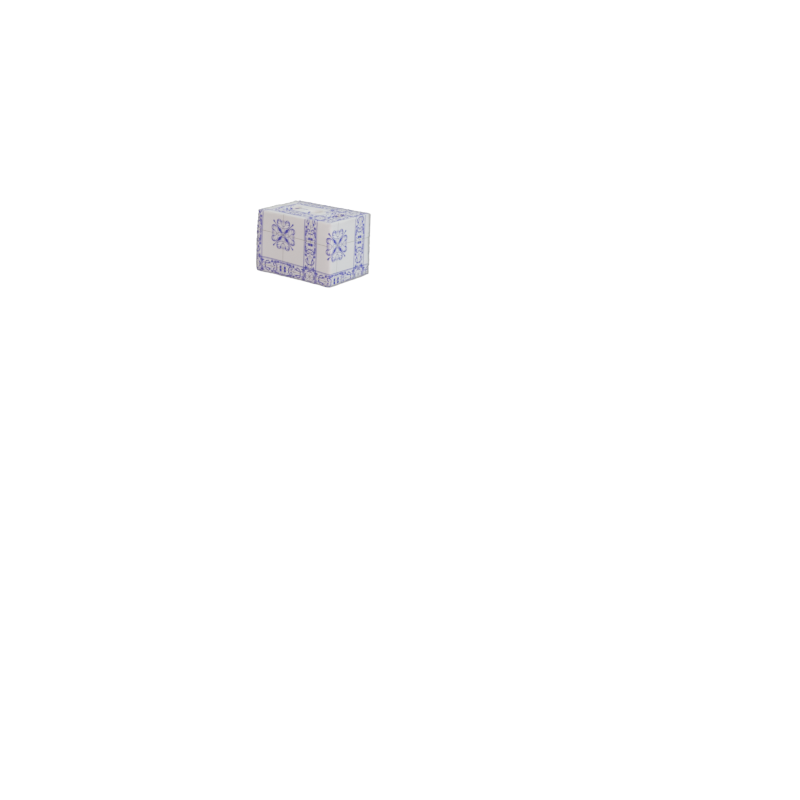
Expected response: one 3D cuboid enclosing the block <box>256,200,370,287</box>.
[{"bbox_3d":[-0.069,-0.126,0.881,0.082,0.049,0.052,15,23,35],"label":"block"}]
